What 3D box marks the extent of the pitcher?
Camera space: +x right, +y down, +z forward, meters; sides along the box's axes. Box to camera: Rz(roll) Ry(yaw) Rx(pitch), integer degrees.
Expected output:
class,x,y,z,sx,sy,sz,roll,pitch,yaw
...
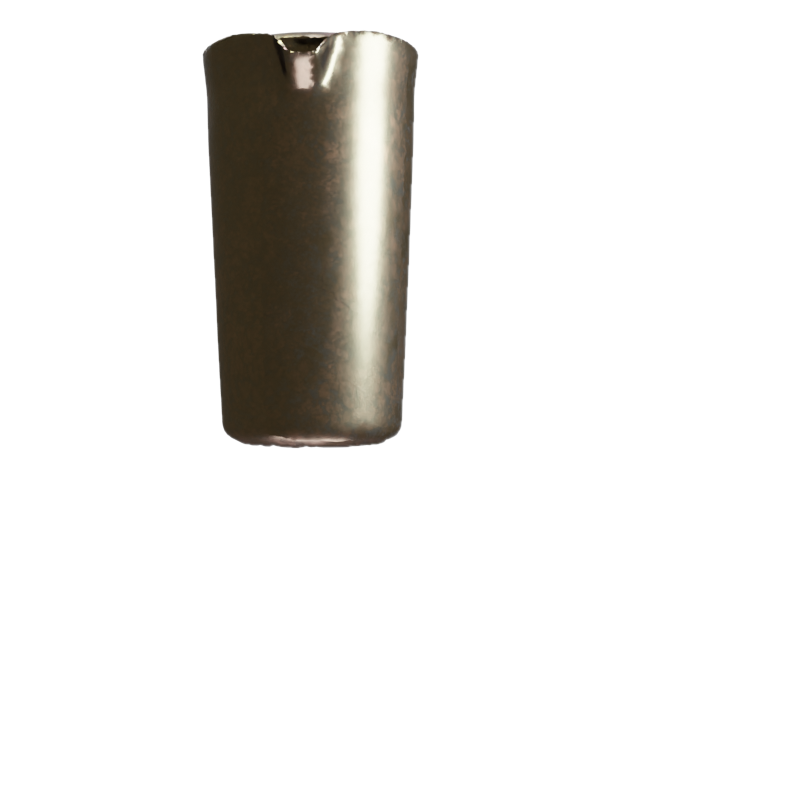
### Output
class,x,y,z,sx,sy,sz,roll,pitch,yaw
pitcher,-0.054,-0.098,0.688,0.150,0.246,0.143,-3,-5,44
